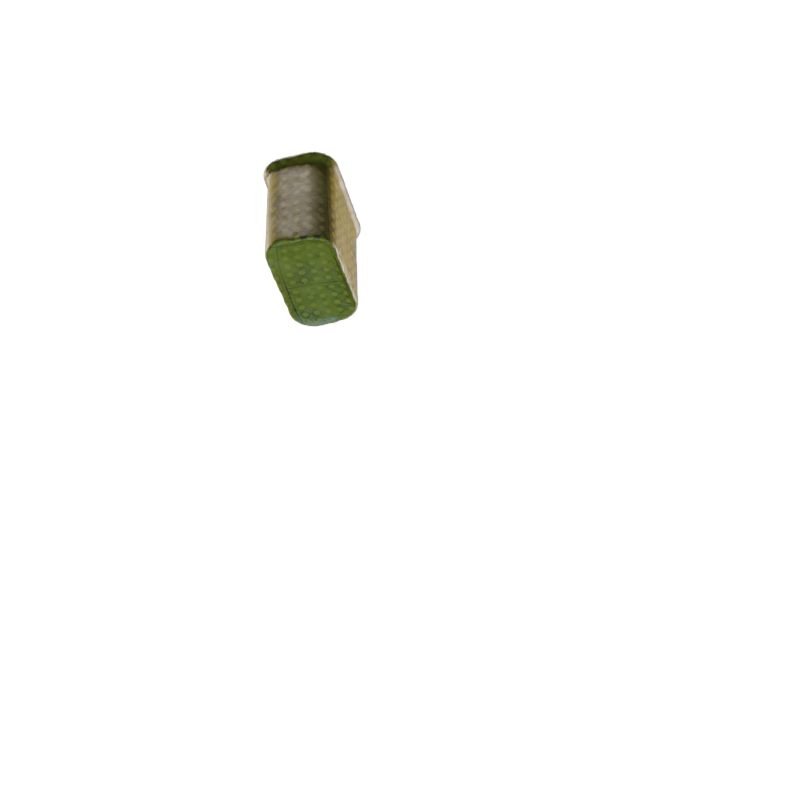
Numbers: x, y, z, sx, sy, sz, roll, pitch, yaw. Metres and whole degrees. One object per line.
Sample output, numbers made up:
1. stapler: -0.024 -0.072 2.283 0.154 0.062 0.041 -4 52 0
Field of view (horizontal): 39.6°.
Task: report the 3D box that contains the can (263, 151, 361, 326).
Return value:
1. can: -0.064 -0.117 0.820 0.058 0.090 0.094 -10 -40 10
